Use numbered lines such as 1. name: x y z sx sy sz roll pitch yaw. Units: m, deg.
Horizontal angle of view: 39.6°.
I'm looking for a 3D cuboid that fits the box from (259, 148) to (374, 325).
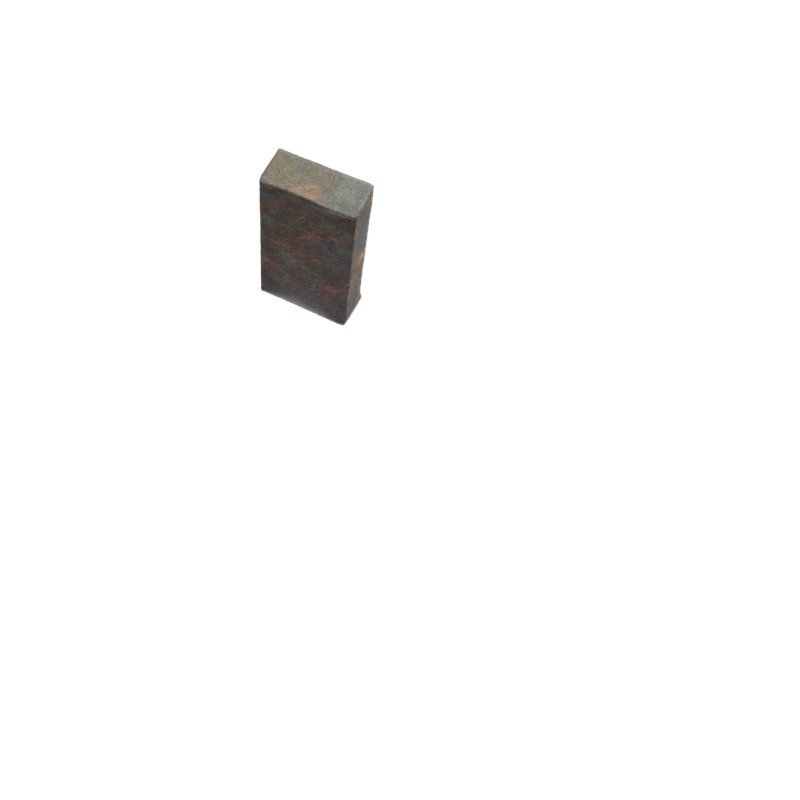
1. box: -0.078 -0.142 0.996 0.096 0.050 0.166 24 -26 9
